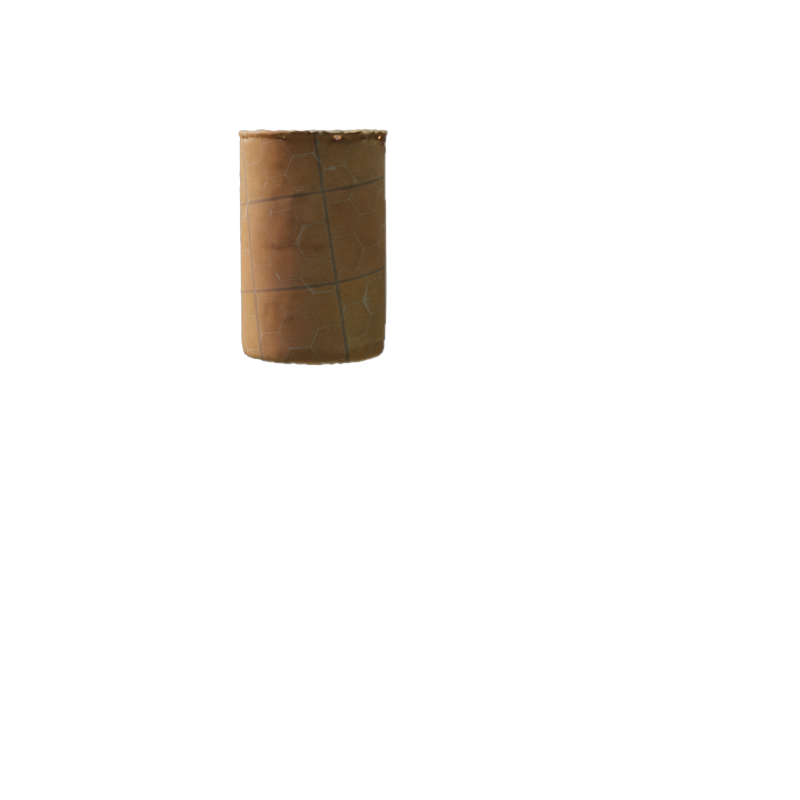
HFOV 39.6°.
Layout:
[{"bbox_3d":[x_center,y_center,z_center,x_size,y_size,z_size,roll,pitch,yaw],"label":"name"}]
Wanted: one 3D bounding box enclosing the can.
[{"bbox_3d":[-0.040,-0.073,0.508,0.068,0.101,0.070,0,8,-2],"label":"can"}]
